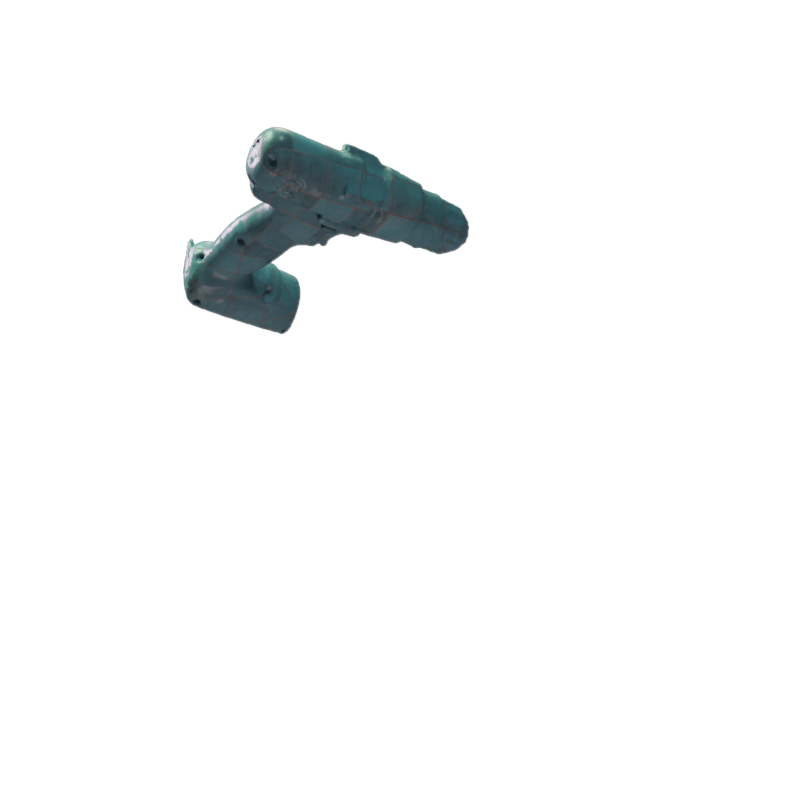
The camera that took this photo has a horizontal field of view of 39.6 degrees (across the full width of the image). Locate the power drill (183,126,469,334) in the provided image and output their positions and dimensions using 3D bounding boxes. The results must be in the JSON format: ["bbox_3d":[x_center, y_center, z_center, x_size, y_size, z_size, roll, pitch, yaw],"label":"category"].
[{"bbox_3d":[-0.066,-0.121,0.849,0.175,0.061,0.184,21,-39,-29],"label":"power drill"}]
